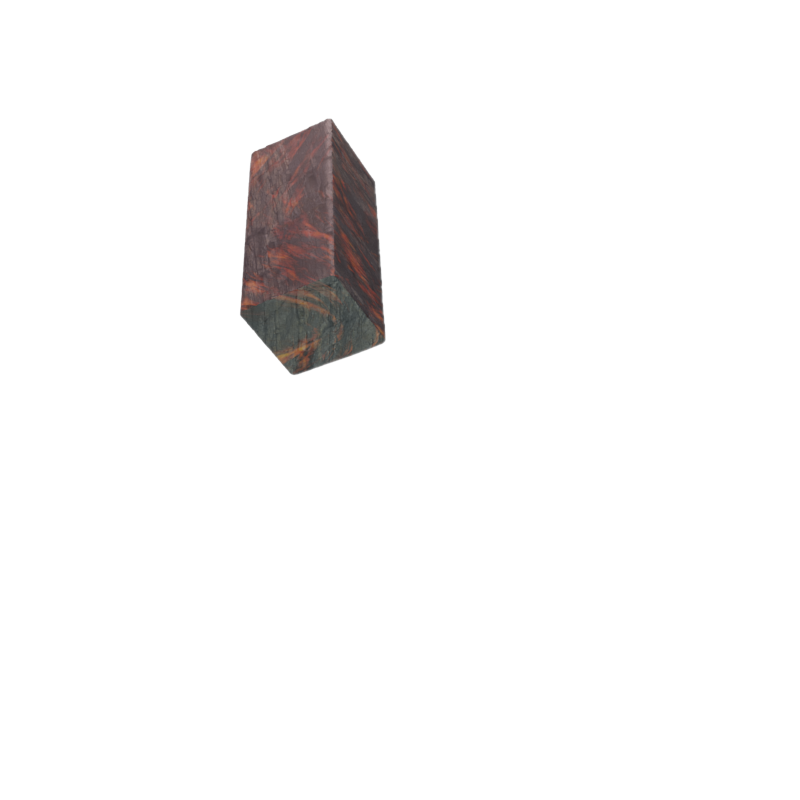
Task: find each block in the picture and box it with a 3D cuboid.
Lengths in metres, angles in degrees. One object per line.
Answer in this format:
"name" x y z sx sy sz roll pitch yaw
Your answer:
"block" -0.076 -0.137 0.964 0.091 0.221 0.084 -21 -46 18
